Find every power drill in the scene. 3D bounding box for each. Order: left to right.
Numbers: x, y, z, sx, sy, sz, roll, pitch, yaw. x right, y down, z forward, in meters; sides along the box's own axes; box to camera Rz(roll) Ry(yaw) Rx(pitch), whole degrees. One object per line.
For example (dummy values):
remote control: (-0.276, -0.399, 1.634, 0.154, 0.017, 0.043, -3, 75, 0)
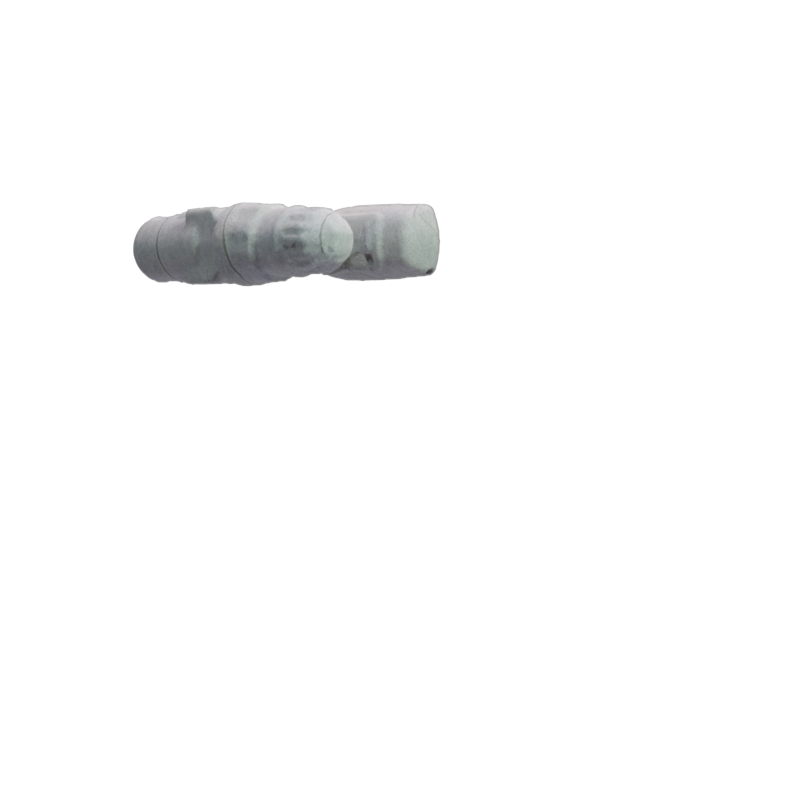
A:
power drill: (-0.059, -0.107, 0.750, 0.192, 0.057, 0.181, 6, 9, 42)
